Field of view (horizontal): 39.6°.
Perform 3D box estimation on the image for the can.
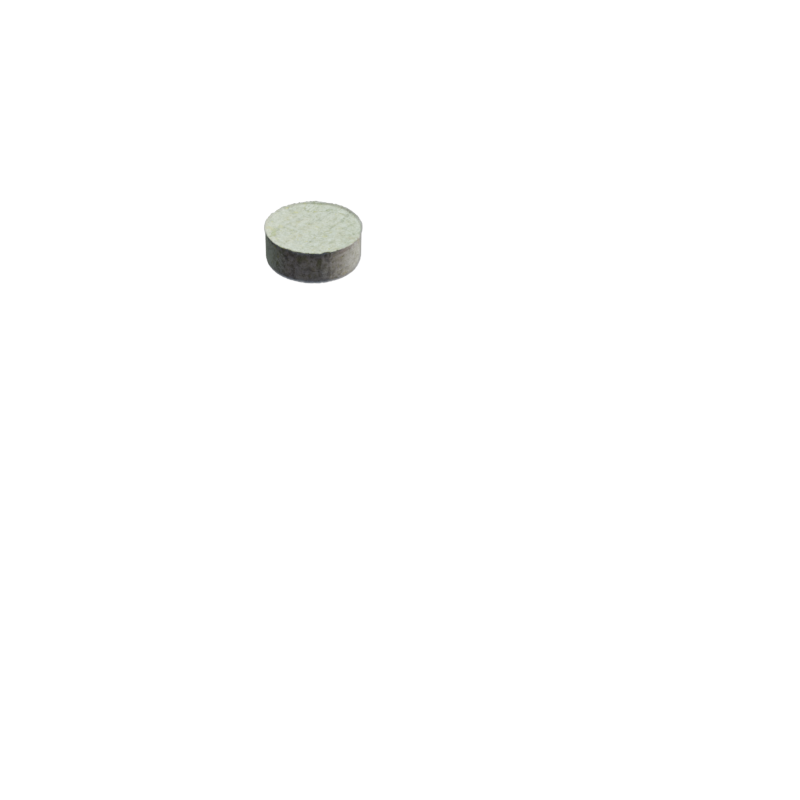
[{"bbox_3d":[-0.076,-0.139,0.973,0.086,0.031,0.092,-1,38,-2],"label":"can"}]
